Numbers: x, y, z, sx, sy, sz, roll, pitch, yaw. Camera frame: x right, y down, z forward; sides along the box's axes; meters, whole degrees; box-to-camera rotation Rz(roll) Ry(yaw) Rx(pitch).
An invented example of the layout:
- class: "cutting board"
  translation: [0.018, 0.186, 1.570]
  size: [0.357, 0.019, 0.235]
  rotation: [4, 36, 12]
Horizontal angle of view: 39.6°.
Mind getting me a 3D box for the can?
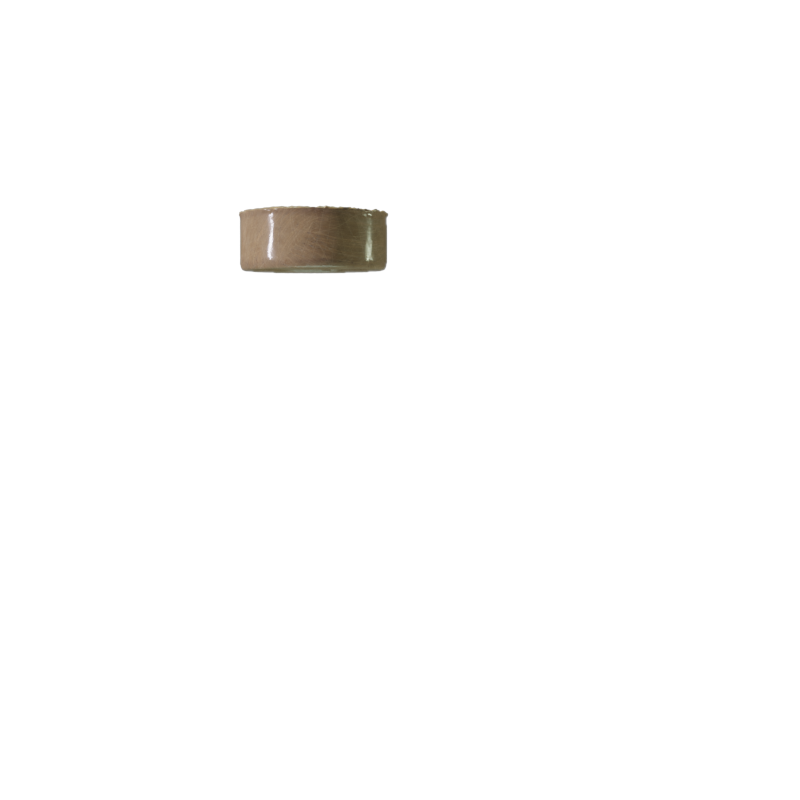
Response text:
- class: "can"
  translation: [-0.050, -0.091, 0.636]
  size: [0.086, 0.034, 0.086]
  rotation: [0, 3, -2]
